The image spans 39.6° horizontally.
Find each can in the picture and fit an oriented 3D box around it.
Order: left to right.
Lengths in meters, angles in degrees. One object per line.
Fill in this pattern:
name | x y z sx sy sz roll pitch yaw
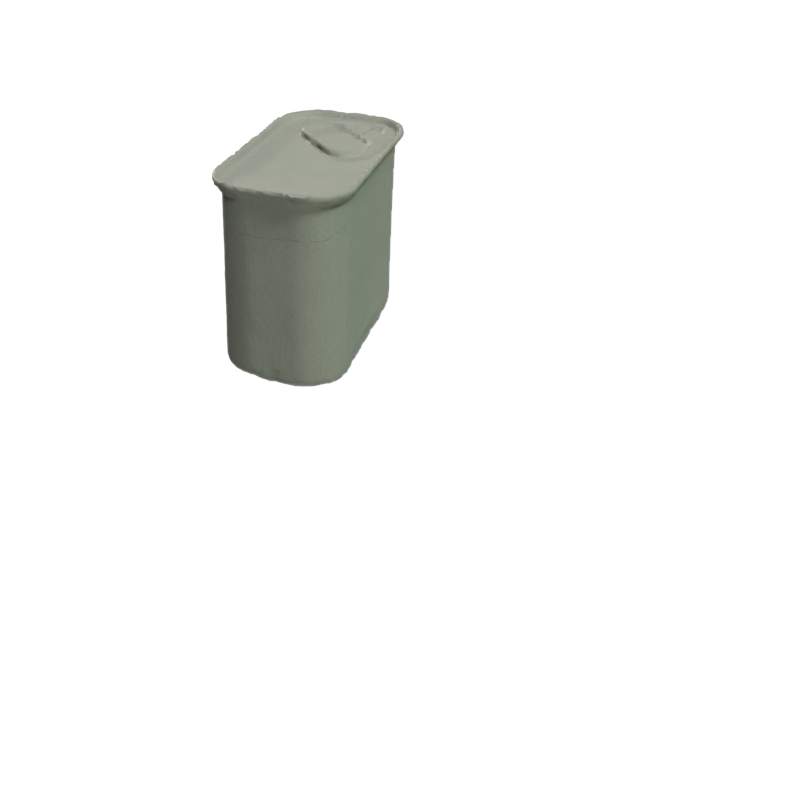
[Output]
can | -0.036 -0.067 0.466 0.059 0.079 0.105 9 30 13
